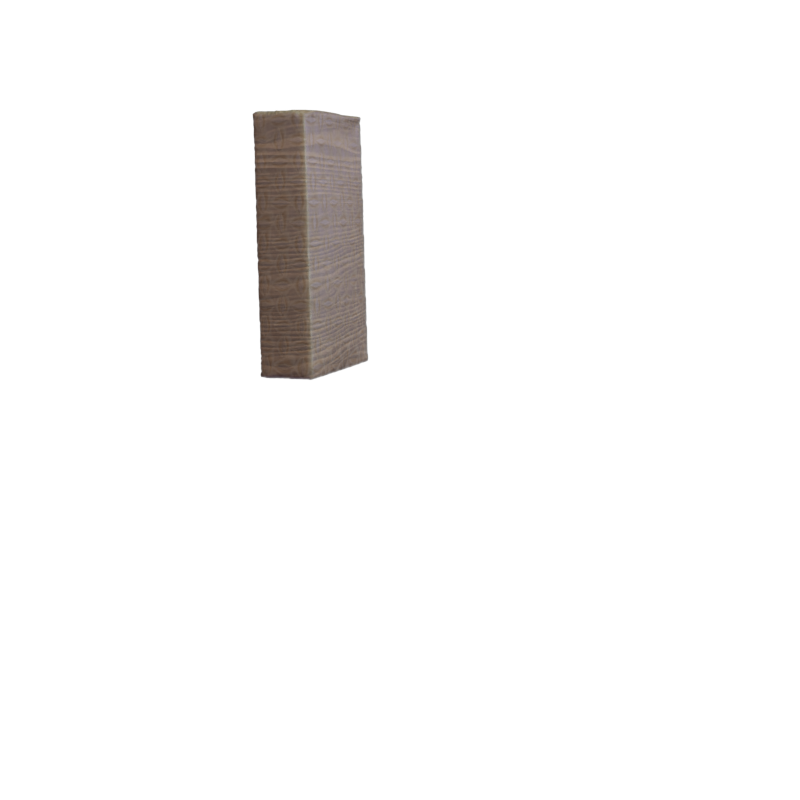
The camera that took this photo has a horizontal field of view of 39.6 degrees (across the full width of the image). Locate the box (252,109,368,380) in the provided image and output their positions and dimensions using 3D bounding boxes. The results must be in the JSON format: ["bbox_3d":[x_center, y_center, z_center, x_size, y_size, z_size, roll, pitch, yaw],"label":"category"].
[{"bbox_3d":[-0.059,-0.108,0.760,0.050,0.174,0.091,2,6,23],"label":"box"}]
